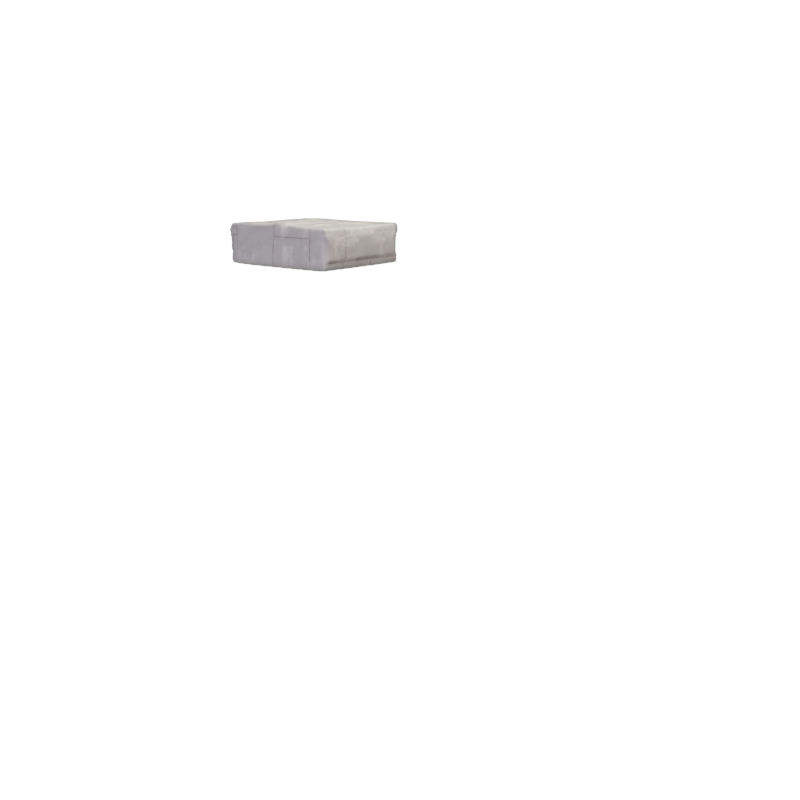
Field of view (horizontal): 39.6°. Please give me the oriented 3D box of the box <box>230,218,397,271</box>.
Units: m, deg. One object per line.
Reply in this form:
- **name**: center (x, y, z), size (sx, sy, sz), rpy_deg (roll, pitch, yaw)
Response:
- **box**: center (-0.059, -0.107, 0.749), size (0.094, 0.030, 0.071), rpy_deg (10, 16, 40)
